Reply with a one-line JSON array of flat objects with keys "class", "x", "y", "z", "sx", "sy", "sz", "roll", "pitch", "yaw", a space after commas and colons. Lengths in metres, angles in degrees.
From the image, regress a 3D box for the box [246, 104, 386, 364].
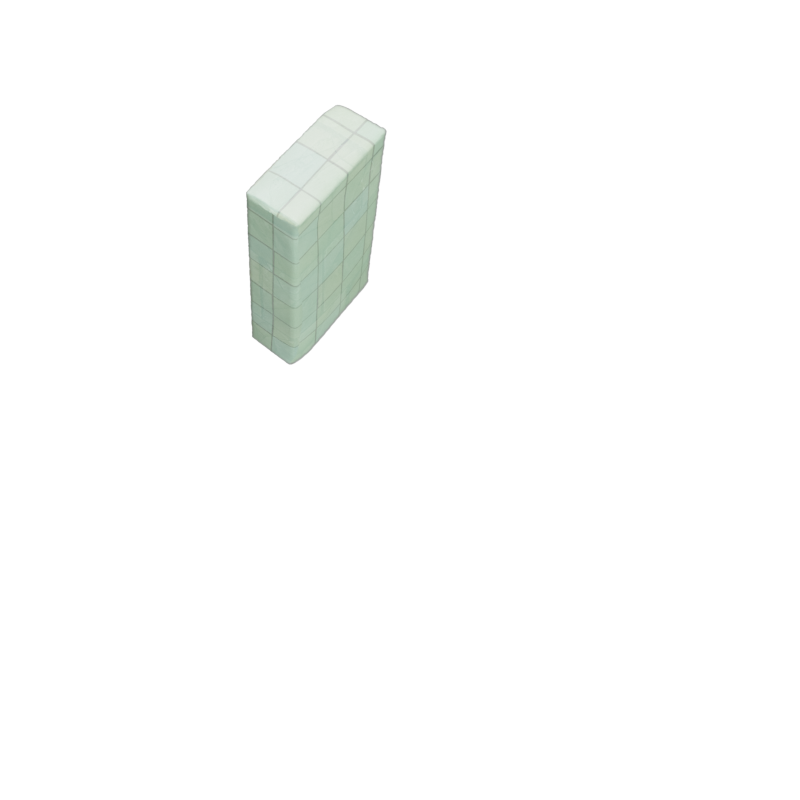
[{"class": "box", "x": -0.057, "y": -0.104, "z": 0.727, "sx": 0.050, "sy": 0.095, "sz": 0.165, "roll": 32, "pitch": -27, "yaw": 14}]
